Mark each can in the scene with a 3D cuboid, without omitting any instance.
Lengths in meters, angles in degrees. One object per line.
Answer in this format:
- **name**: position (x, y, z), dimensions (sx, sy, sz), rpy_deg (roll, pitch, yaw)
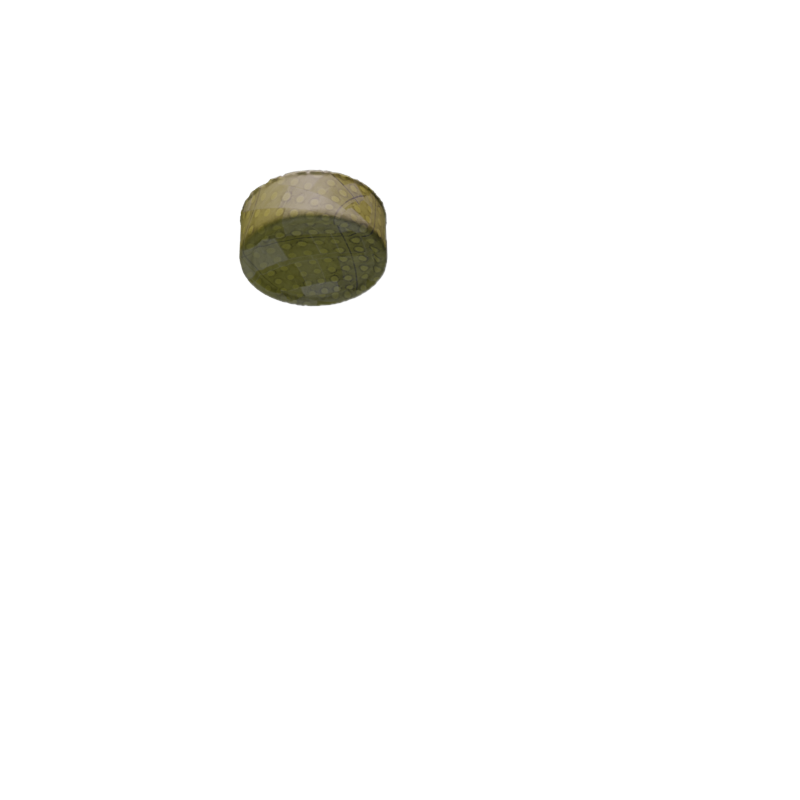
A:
- **can**: position (-0.050, -0.091, 0.637), dimensions (0.086, 0.036, 0.080), rpy_deg (1, -35, -2)
